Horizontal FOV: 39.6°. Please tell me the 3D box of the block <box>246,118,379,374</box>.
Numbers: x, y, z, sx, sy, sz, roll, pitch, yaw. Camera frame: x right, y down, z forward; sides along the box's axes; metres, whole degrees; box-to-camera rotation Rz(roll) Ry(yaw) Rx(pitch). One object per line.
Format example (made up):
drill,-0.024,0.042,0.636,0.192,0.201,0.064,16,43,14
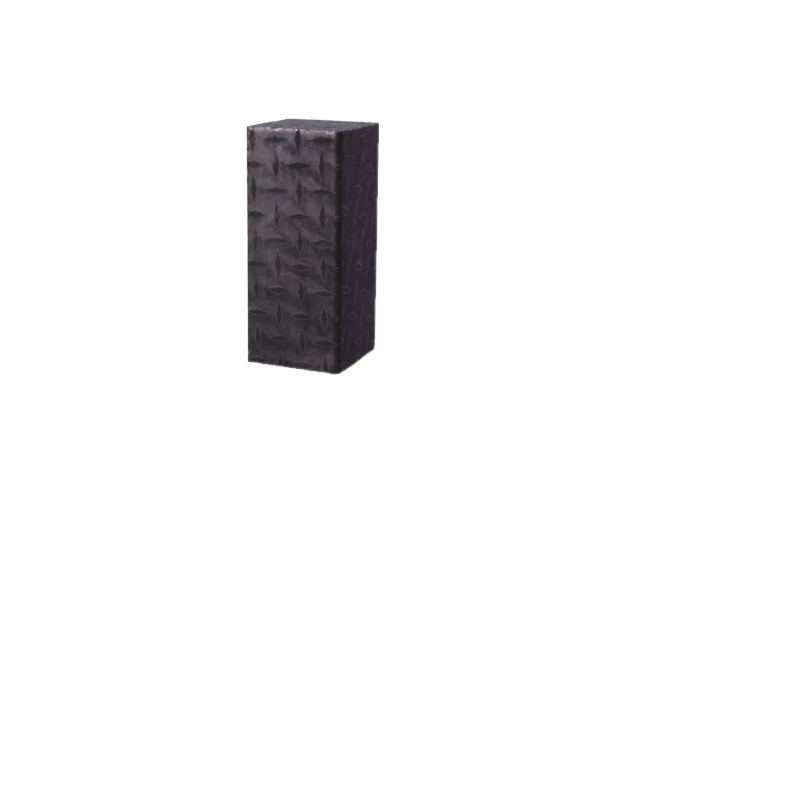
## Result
block,-0.075,-0.139,0.970,0.094,0.200,0.090,6,14,22
